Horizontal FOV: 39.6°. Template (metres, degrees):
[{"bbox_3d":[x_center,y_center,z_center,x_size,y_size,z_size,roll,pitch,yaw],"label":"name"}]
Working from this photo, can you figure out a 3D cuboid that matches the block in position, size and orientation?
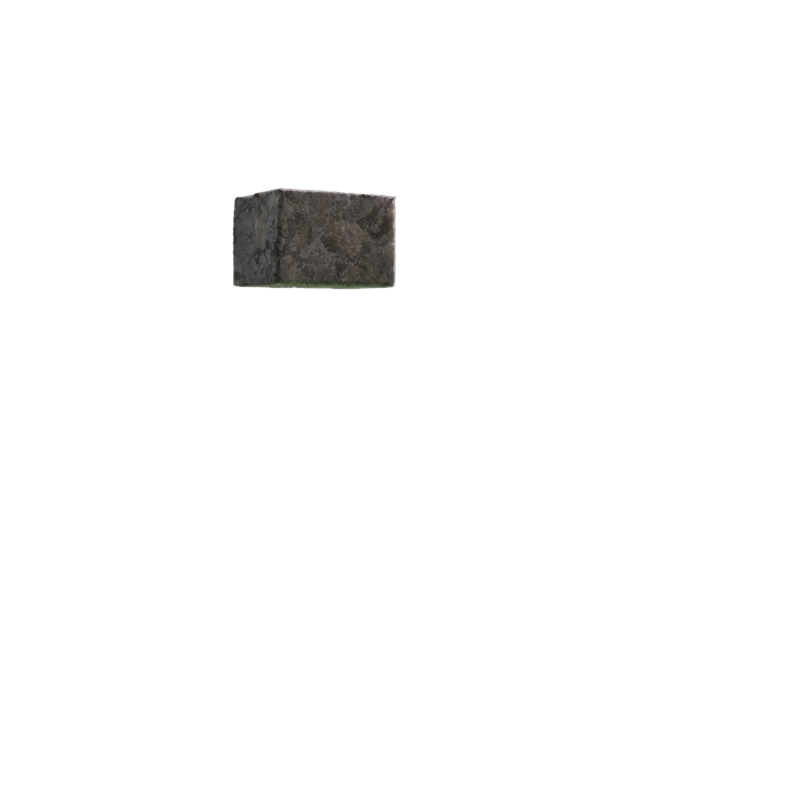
[{"bbox_3d":[-0.048,-0.088,0.616,0.075,0.051,0.054,-1,1,-34],"label":"block"}]
